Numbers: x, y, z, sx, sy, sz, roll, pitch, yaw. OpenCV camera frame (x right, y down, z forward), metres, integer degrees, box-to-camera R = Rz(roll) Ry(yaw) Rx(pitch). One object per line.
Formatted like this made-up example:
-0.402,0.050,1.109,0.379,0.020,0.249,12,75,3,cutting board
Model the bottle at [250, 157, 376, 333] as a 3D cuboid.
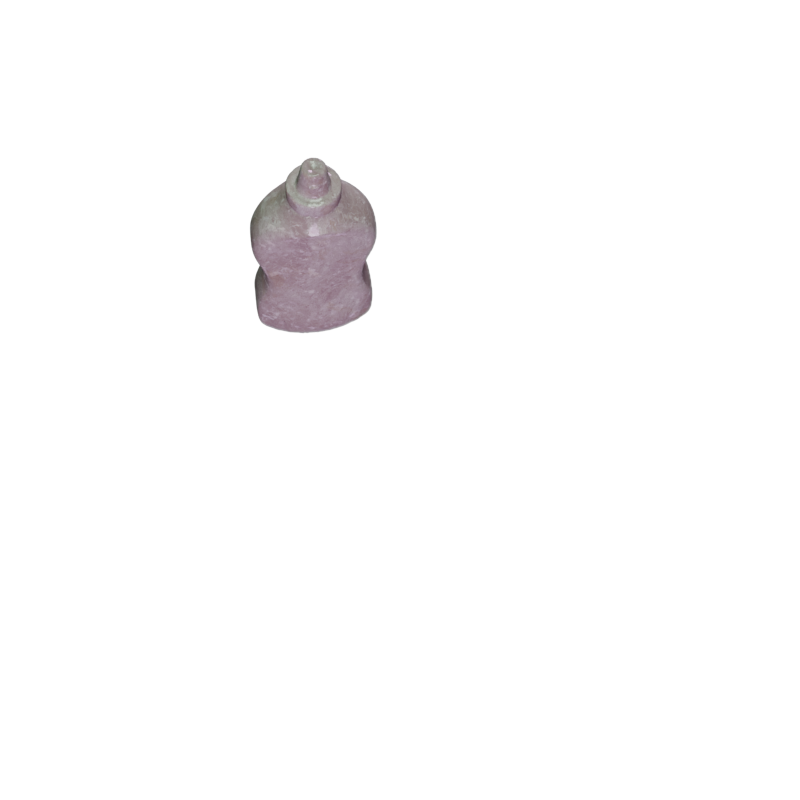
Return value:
-0.067,-0.122,0.855,0.095,0.062,0.180,-4,-28,-6,bottle
